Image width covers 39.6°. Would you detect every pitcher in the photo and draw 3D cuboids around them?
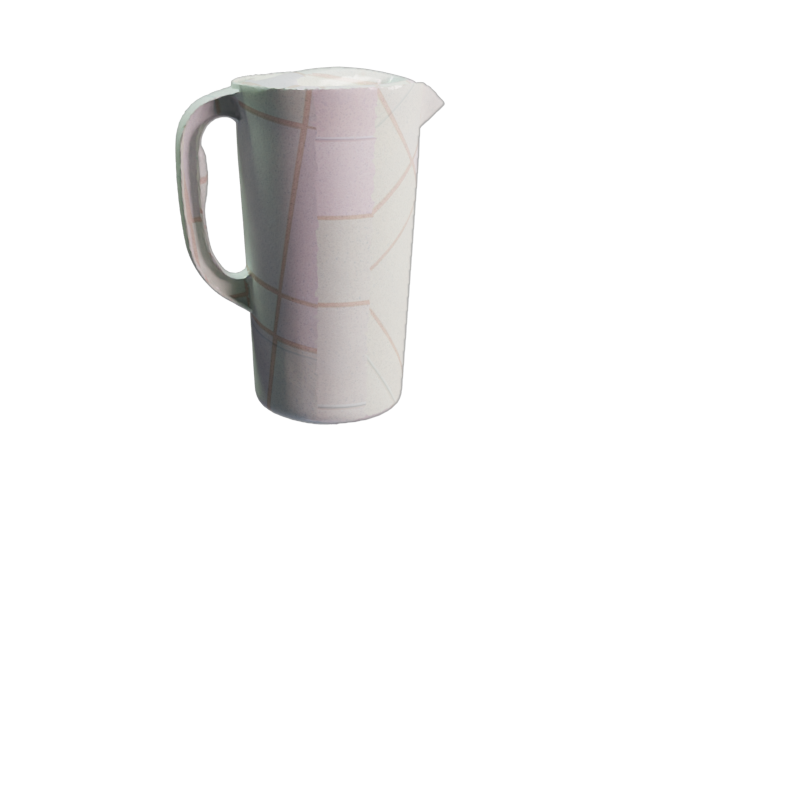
[{"bbox_3d":[-0.061,-0.112,0.783,0.155,0.235,0.144,9,17,26],"label":"pitcher"}]
